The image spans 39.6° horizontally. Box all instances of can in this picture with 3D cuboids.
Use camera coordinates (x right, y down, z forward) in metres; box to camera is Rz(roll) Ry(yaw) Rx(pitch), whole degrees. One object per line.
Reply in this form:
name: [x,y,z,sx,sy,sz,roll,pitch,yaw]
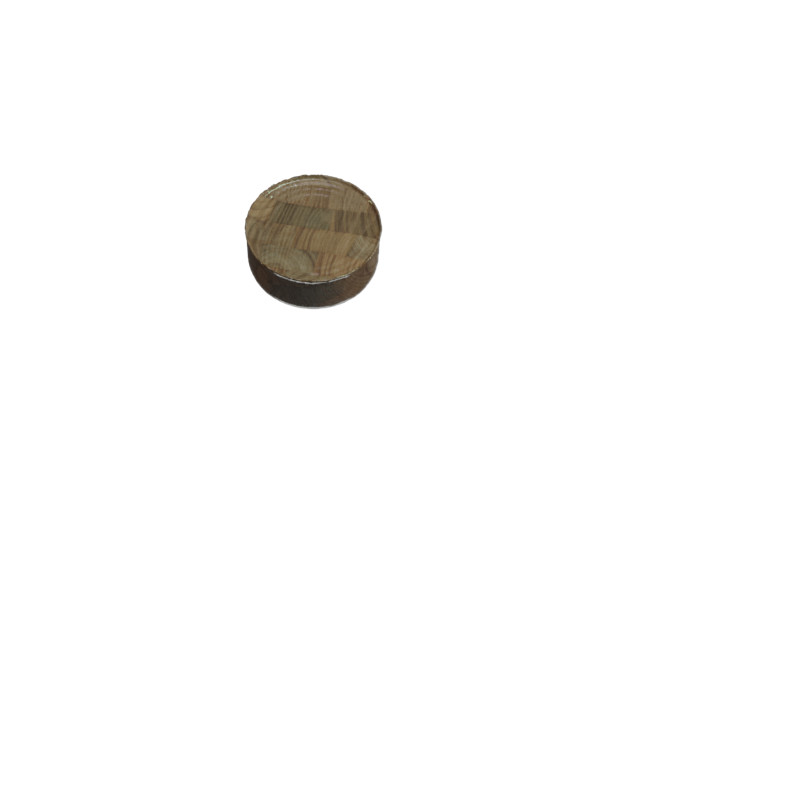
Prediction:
can: [-0.055,-0.100,0.704,0.086,0.092,0.031,-1,-35,-1]
